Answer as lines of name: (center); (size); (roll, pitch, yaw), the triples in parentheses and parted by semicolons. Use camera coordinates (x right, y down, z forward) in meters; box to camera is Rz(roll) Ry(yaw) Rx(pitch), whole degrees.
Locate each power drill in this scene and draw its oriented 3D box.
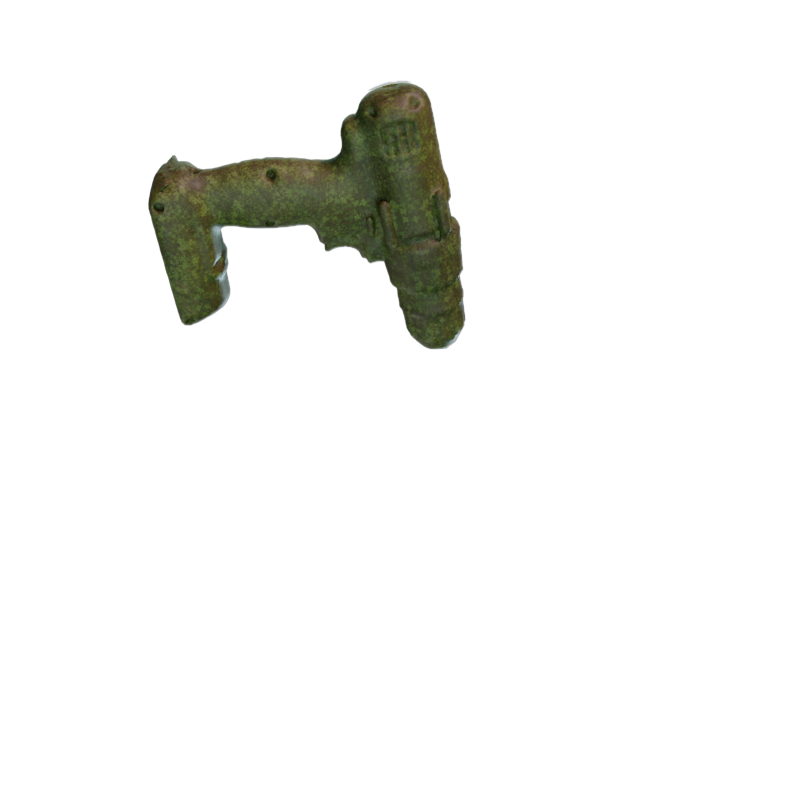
power drill: (-0.056, -0.102, 0.713); (0.188, 0.174, 0.061); (-10, 26, 5)
